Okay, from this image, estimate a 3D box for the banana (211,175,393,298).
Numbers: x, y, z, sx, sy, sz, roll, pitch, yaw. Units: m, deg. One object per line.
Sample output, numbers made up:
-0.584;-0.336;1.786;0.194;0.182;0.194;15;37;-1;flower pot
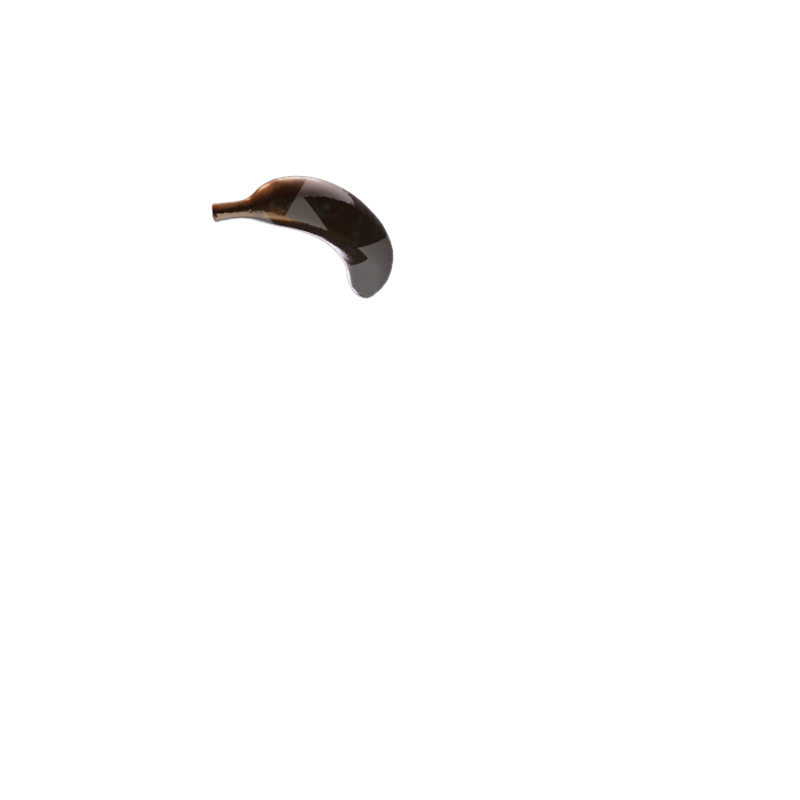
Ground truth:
-0.046;-0.114;0.765;0.071;0.038;0.185;-10;-19;29;banana
